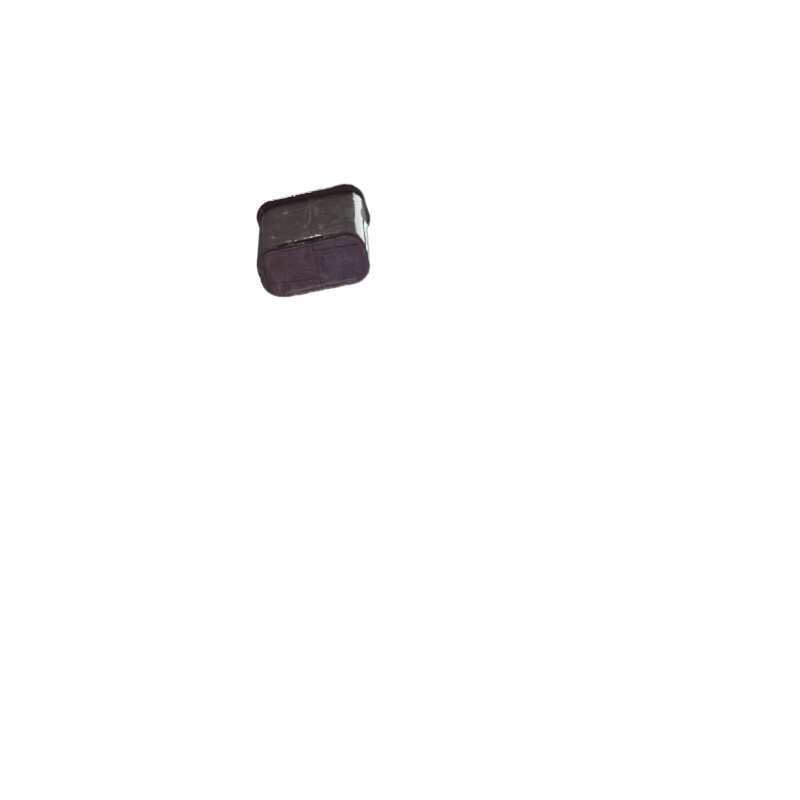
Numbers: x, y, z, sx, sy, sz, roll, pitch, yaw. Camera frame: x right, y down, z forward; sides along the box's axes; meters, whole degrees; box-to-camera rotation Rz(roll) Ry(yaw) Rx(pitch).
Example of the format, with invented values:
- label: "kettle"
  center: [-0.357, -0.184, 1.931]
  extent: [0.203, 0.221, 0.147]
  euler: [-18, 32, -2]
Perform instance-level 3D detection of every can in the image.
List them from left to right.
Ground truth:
- label: "can"
  center: [-0.077, -0.140, 0.982]
  extent: [0.102, 0.053, 0.090]
  euler: [-12, 37, 7]
